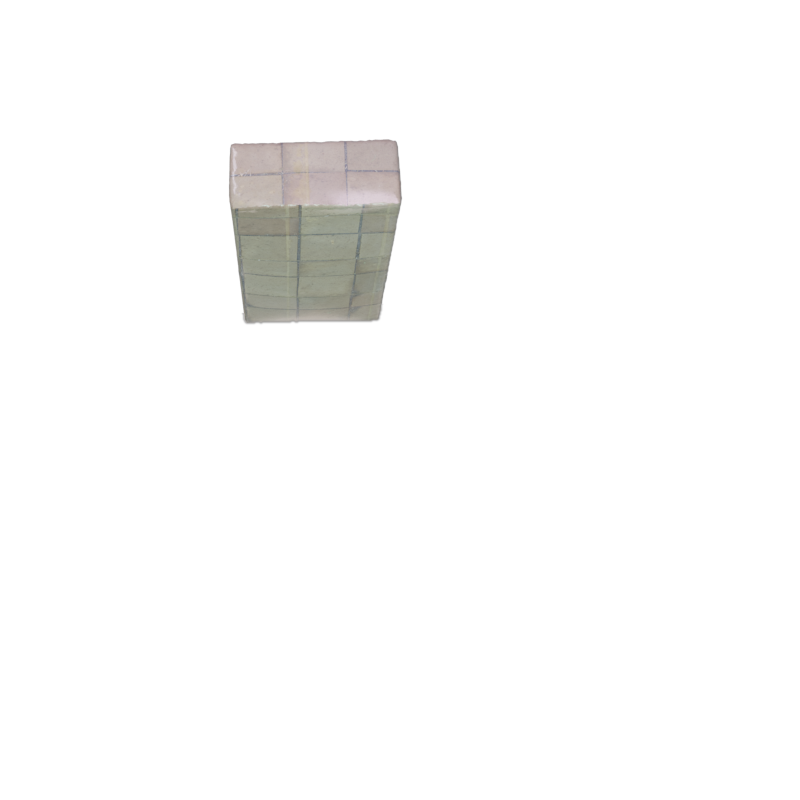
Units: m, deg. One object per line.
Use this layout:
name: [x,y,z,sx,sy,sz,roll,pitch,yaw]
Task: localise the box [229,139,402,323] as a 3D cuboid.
box: [-0.052,-0.095,0.665,0.093,0.050,0.169,-1,-15,-4]
